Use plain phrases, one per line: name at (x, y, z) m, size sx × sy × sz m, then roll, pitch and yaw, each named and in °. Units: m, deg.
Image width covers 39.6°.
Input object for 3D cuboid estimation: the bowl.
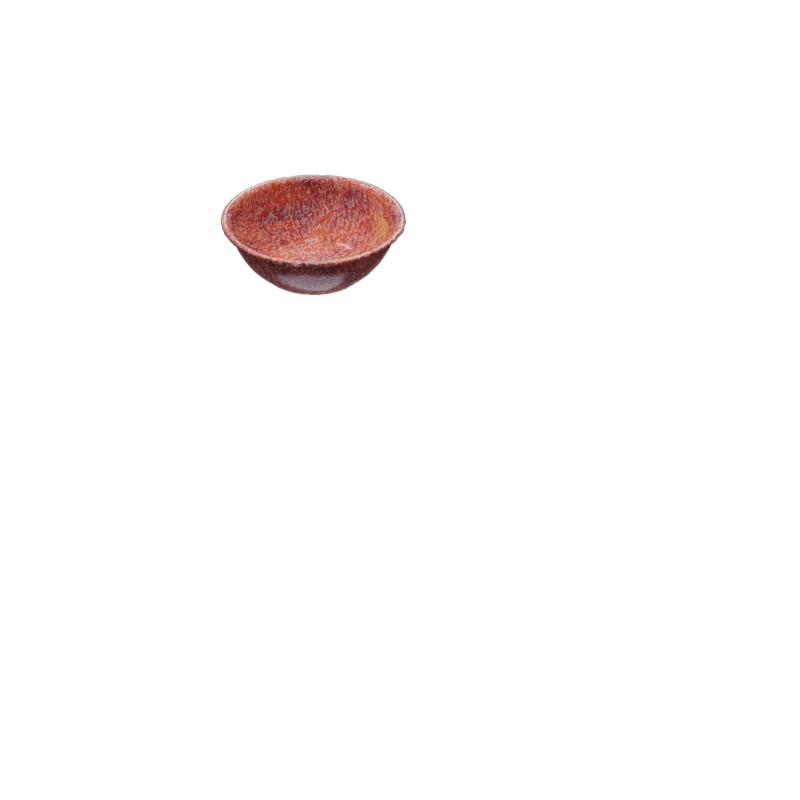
bowl at (-0.077, -0.140, 0.980) m, size 0.162 × 0.052 × 0.173 m, roll -1°, pitch 36°, yaw -2°
